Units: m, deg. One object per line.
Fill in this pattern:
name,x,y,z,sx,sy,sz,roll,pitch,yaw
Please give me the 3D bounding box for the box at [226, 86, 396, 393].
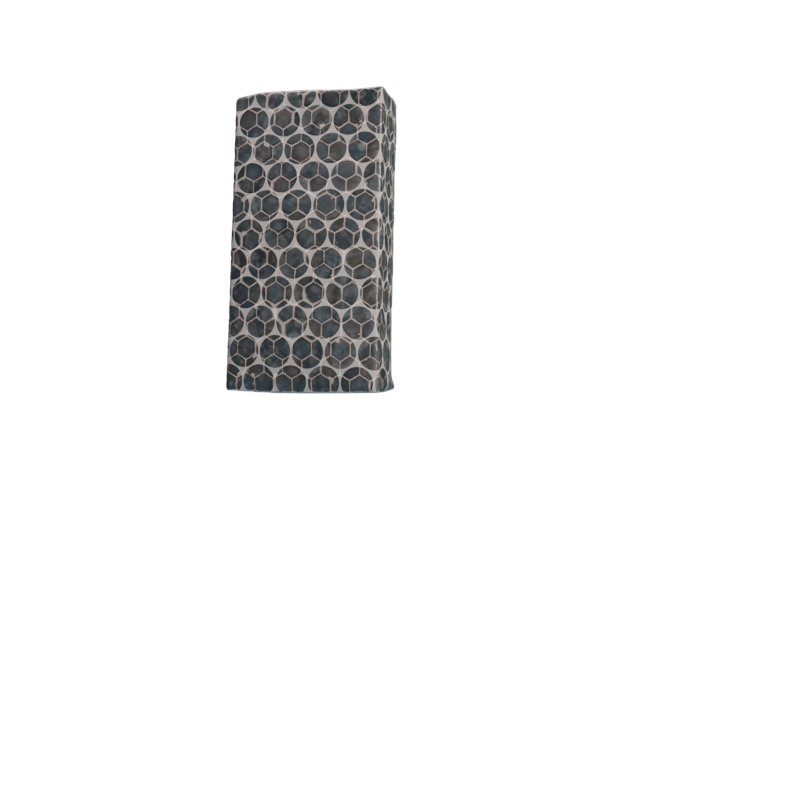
box,-0.051,-0.093,0.652,0.095,0.179,0.046,-2,-6,15
